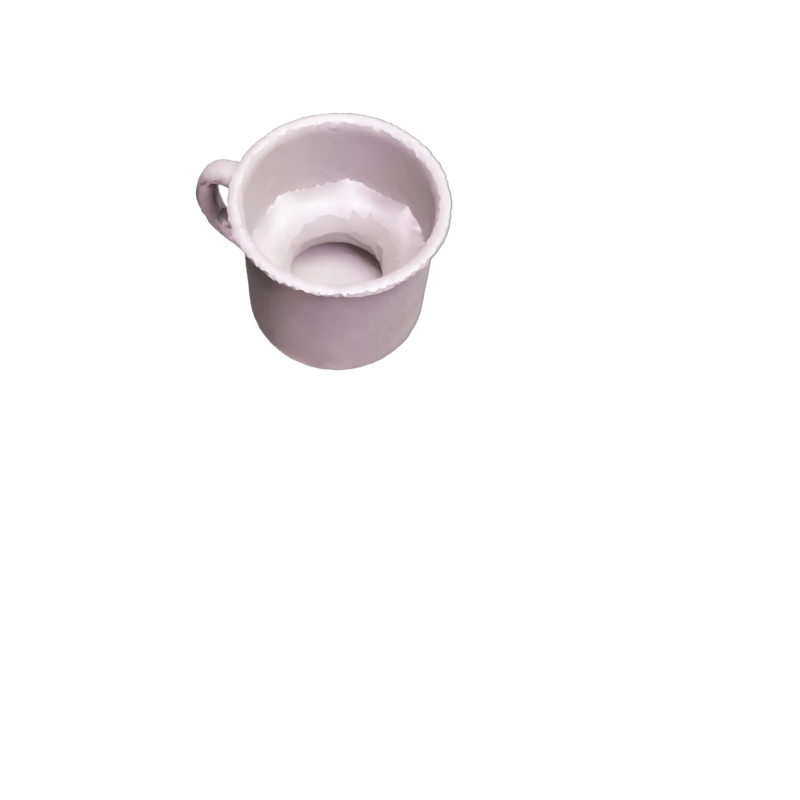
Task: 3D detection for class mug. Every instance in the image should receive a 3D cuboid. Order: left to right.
[{"bbox_3d":[-0.039,-0.070,0.492,0.120,0.097,0.076,22,-28,11],"label":"mug"}]
